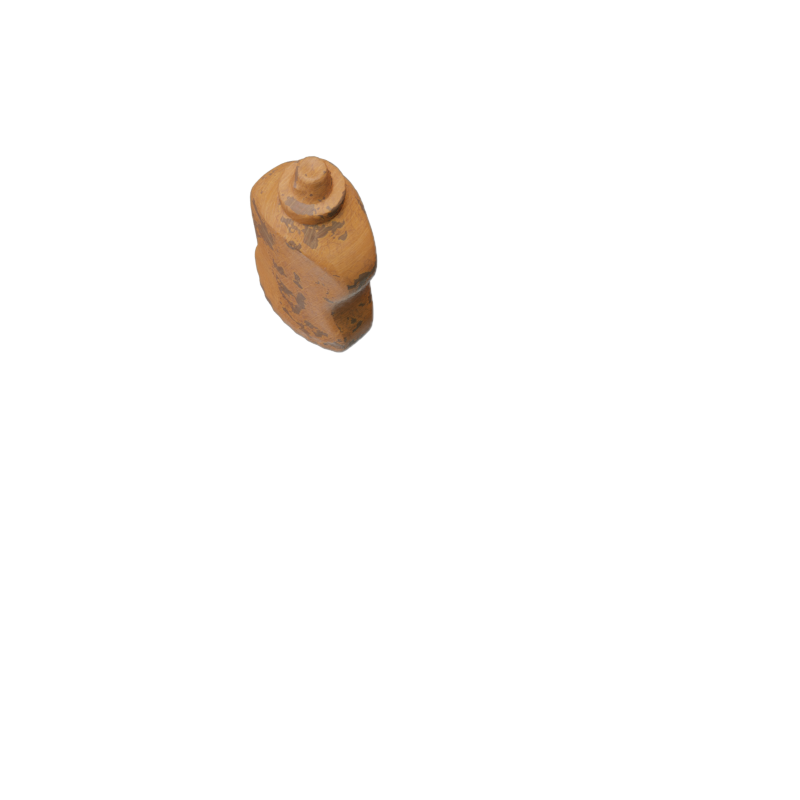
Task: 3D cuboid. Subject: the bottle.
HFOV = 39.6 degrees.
[{"bbox_3d":[-0.057,-0.103,0.725,0.059,0.100,0.182,-38,-14,-16],"label":"bottle"}]
